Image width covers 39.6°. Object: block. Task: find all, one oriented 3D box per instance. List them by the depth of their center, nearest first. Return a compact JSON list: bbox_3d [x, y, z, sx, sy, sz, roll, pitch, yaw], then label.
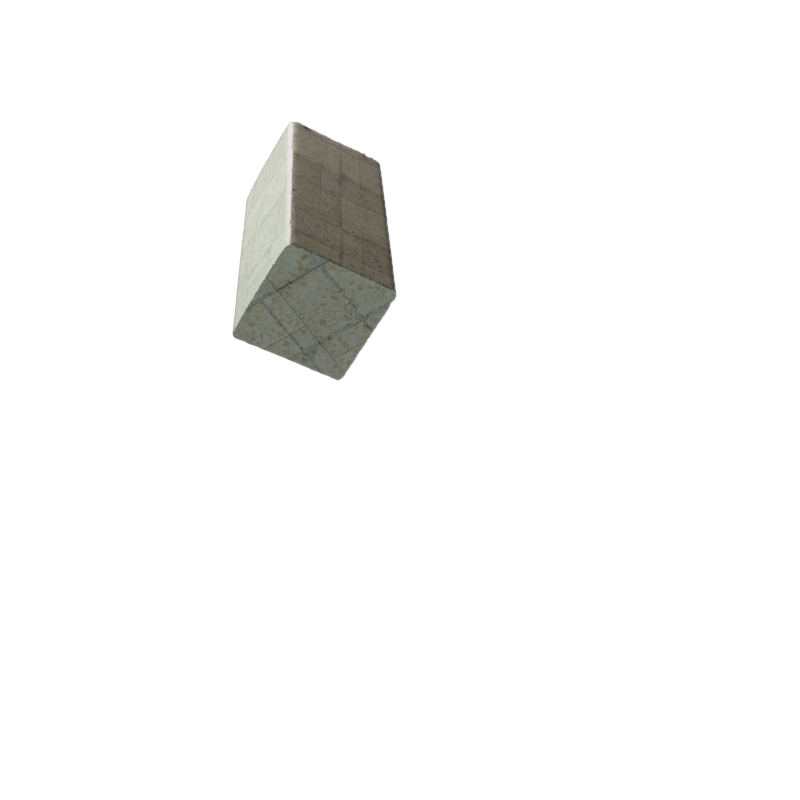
[{"bbox_3d":[-0.068,-0.125,0.871,0.088,0.087,0.220,23,31,-19],"label":"block"}]
